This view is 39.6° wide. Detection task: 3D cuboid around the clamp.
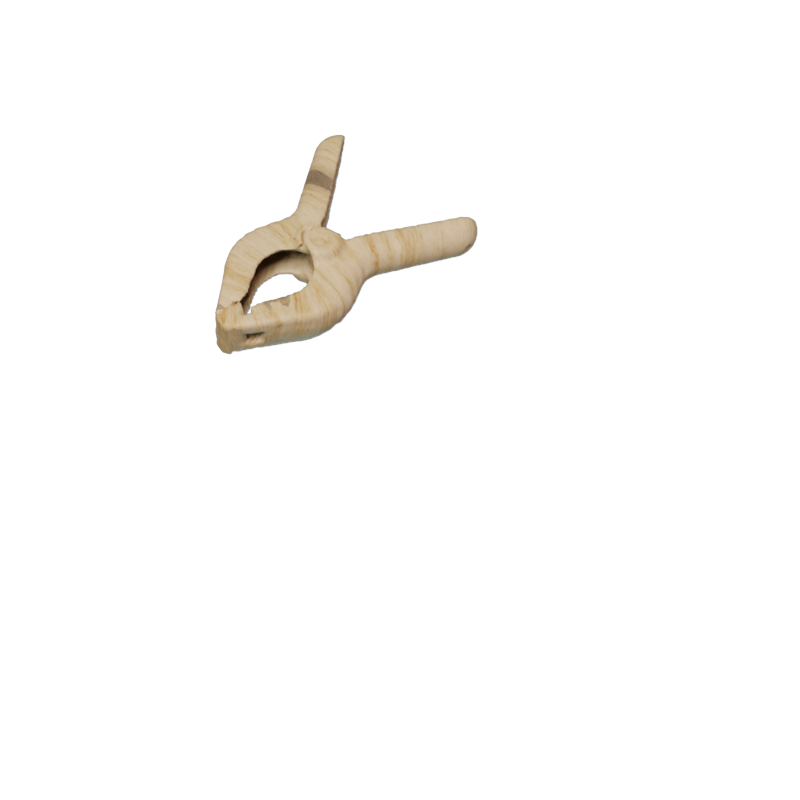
[{"bbox_3d":[-0.052,-0.095,0.662,0.172,0.036,0.129,-33,55,-27],"label":"clamp"}]
